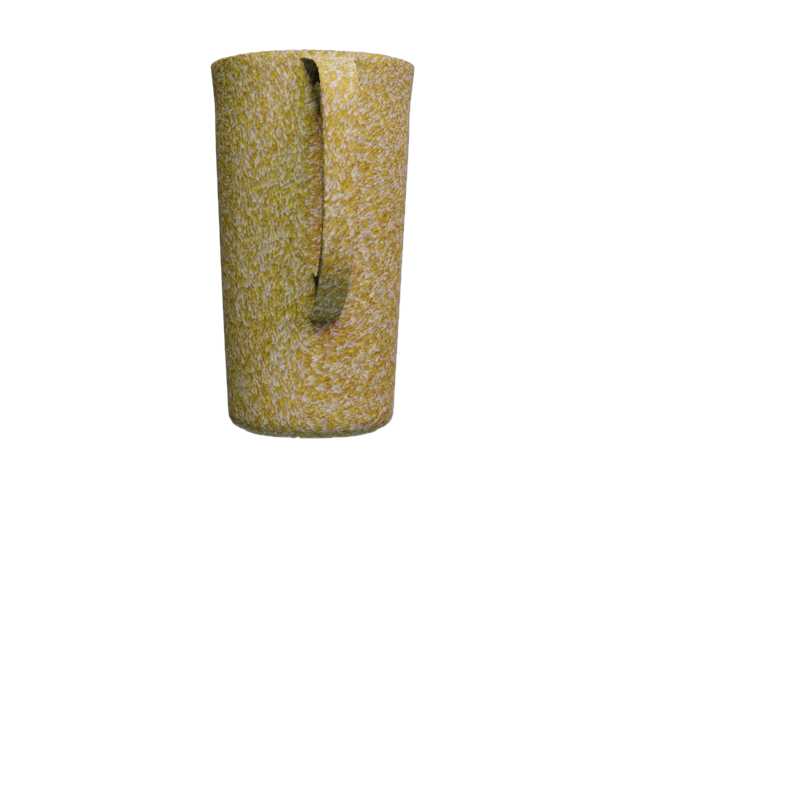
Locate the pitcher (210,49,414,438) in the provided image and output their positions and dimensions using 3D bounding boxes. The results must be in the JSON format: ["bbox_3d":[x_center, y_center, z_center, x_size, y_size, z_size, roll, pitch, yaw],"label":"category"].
[{"bbox_3d":[-0.056,-0.102,0.713,0.150,0.243,0.144,1,1,32],"label":"pitcher"}]
